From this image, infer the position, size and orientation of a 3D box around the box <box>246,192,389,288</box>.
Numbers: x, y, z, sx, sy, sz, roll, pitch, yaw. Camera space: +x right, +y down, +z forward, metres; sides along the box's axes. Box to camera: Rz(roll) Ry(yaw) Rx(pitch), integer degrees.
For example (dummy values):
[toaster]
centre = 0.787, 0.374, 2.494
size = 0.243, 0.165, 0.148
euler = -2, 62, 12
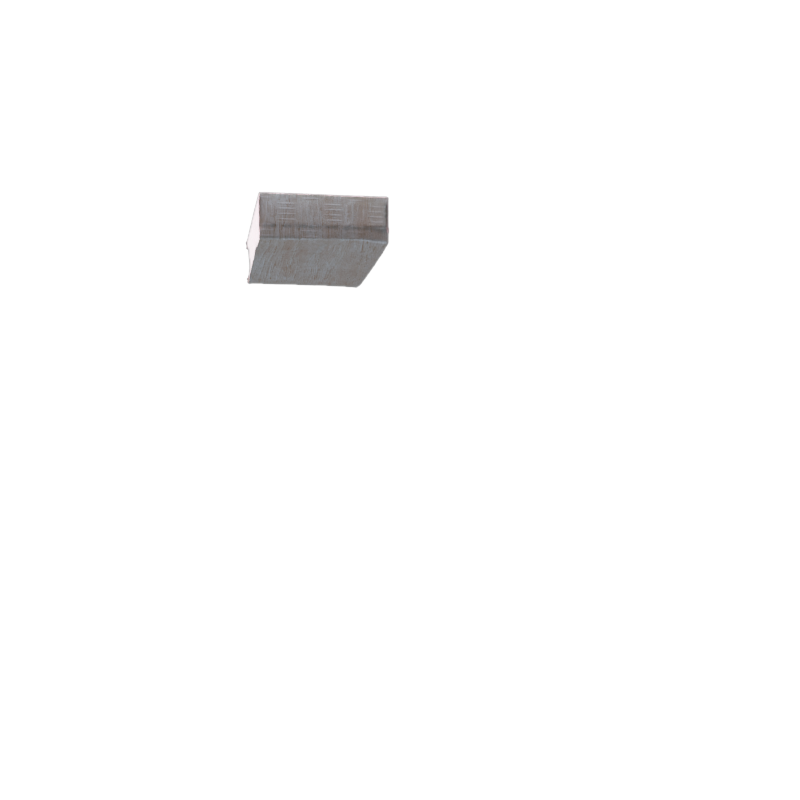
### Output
[box]
centre = -0.062, -0.113, 0.793
size = 0.089, 0.040, 0.111
euler = 2, -14, -10
